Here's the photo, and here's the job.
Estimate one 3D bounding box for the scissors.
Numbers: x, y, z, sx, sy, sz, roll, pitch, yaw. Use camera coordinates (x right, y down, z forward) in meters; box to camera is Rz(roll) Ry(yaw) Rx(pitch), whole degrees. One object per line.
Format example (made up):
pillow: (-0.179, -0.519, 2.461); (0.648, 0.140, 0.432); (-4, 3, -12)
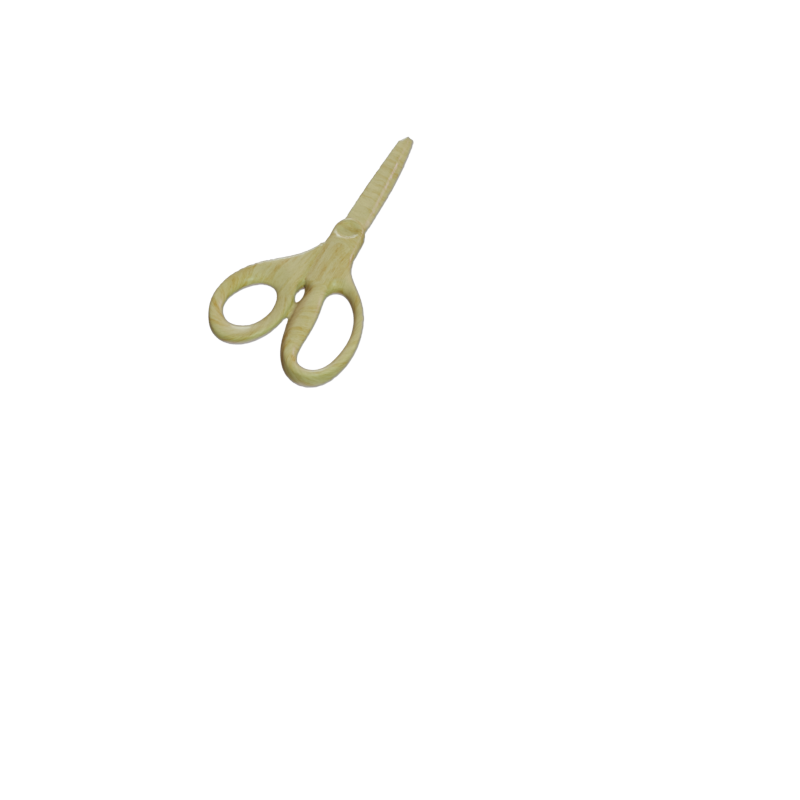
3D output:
scissors: (-0.051, -0.094, 0.656); (0.097, 0.214, 0.015); (6, -39, 5)
